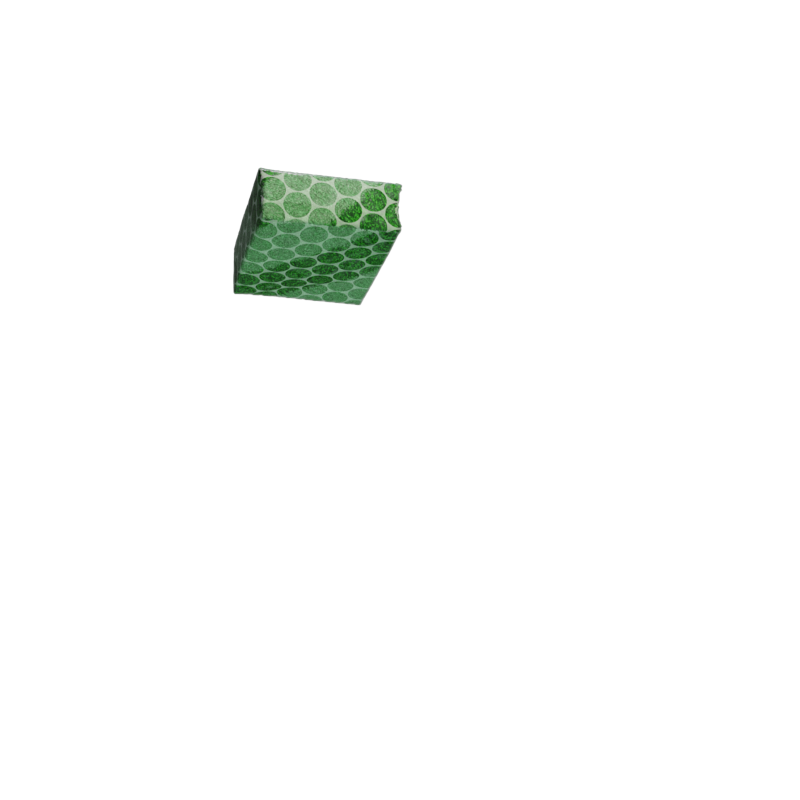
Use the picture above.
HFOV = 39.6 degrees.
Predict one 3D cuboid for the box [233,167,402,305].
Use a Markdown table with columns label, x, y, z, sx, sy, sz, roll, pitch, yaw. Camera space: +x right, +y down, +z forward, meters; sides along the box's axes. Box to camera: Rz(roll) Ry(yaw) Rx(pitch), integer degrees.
| label | x | y | z | sx | sy | sz | roll | pitch | yaw |
| --- | --- | --- | --- | --- | --- | --- | --- | --- | --- |
| box | -0.056 | -0.101 | 0.708 | 0.088 | 0.041 | 0.110 | 5 | -20 | -13 |
